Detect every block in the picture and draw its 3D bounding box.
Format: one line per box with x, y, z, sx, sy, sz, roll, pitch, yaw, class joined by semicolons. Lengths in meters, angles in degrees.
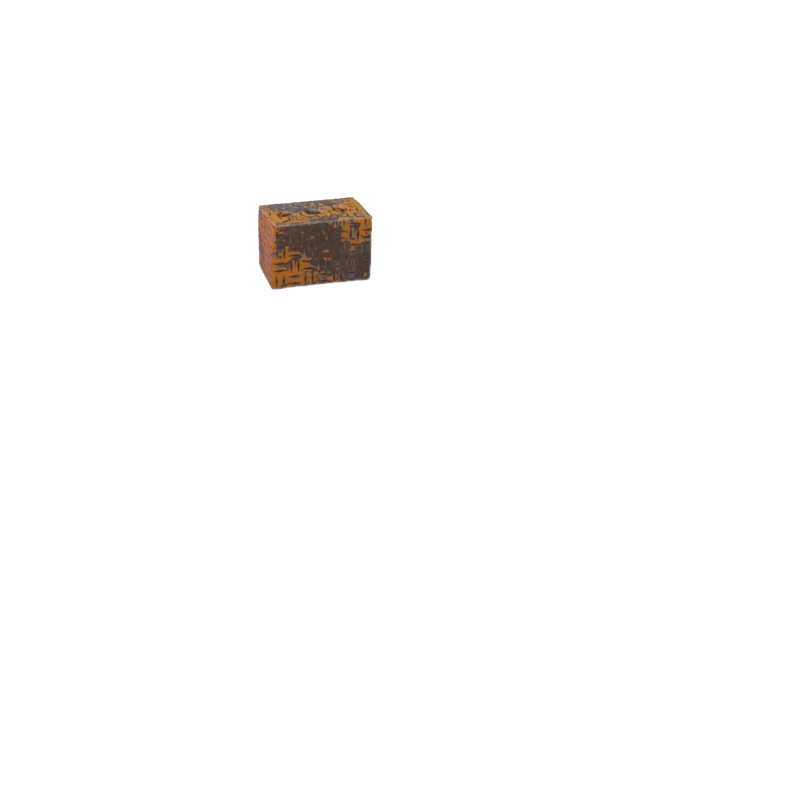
-0.066;-0.120;0.844;0.077;0.049;0.056;-8;27;-16;block
